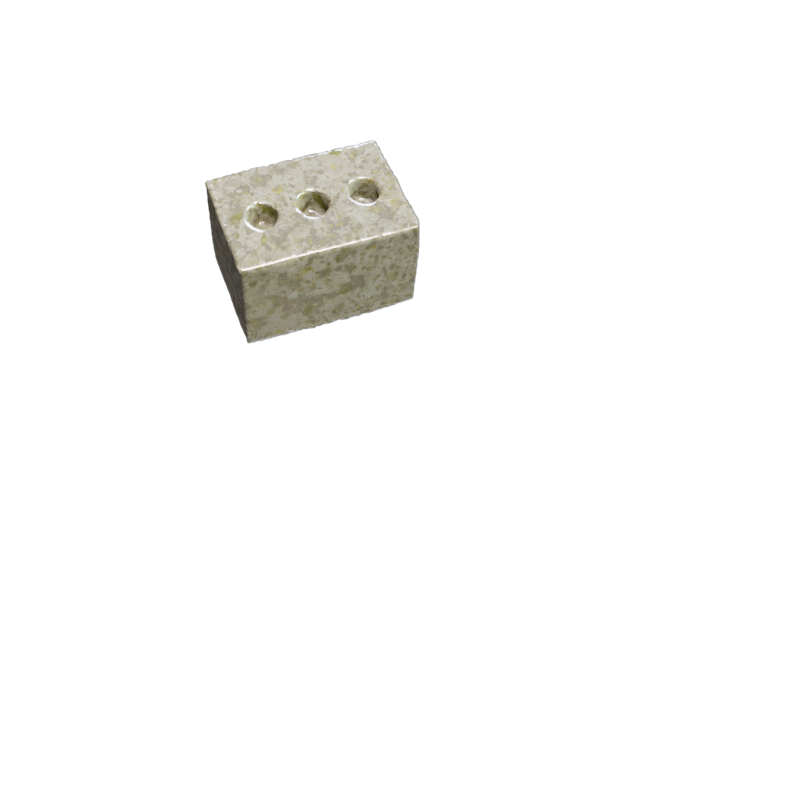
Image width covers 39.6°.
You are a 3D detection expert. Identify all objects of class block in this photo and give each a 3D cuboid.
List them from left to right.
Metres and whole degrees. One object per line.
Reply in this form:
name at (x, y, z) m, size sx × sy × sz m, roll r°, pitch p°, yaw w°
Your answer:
block at (-0.037, -0.067, 0.467) m, size 0.077 × 0.057 × 0.048 m, roll -16°, pitch -34°, yaw -13°
